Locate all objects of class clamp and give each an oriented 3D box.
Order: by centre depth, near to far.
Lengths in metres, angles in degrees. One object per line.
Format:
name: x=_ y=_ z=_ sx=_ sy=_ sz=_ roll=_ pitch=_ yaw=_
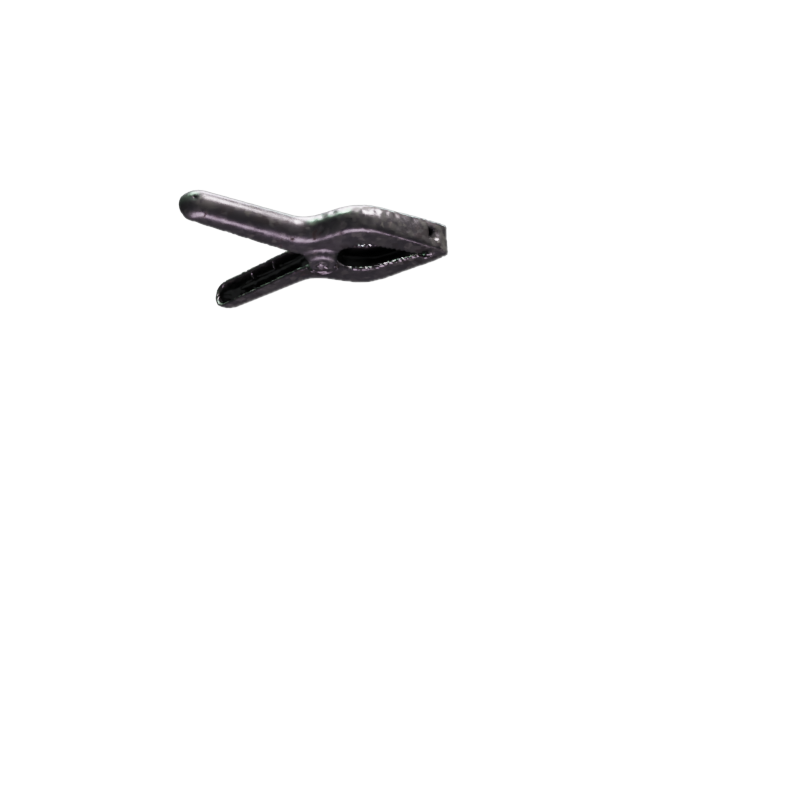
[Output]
clamp: x=-0.070 y=-0.127 z=0.889 sx=0.212 sy=0.038 sz=0.153 roll=-5 pitch=-24 yaw=10
